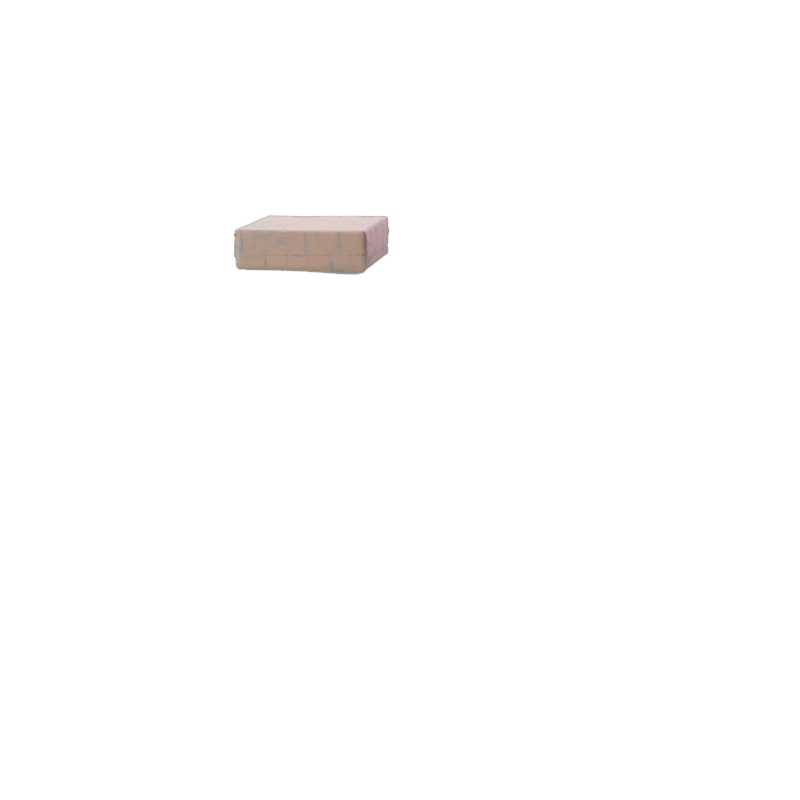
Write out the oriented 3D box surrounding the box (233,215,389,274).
[{"bbox_3d":[-0.073,-0.133,0.935,0.116,0.038,0.091,4,17,13],"label":"box"}]
